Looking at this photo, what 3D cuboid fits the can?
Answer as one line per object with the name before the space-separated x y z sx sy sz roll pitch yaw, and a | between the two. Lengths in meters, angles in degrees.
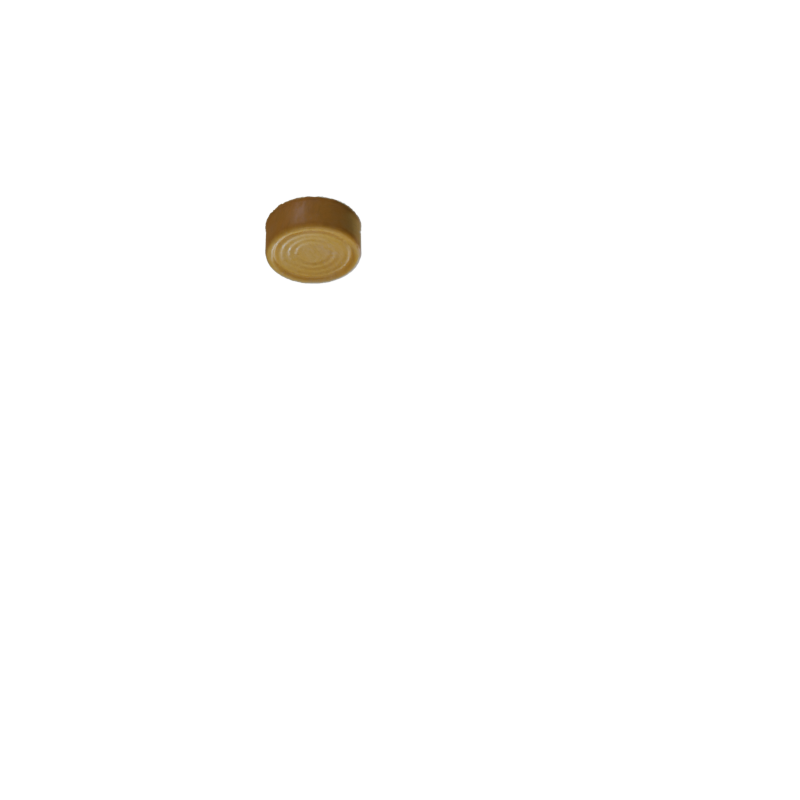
can | -0.077 -0.140 0.978 0.086 0.036 0.080 1 -33 -2
